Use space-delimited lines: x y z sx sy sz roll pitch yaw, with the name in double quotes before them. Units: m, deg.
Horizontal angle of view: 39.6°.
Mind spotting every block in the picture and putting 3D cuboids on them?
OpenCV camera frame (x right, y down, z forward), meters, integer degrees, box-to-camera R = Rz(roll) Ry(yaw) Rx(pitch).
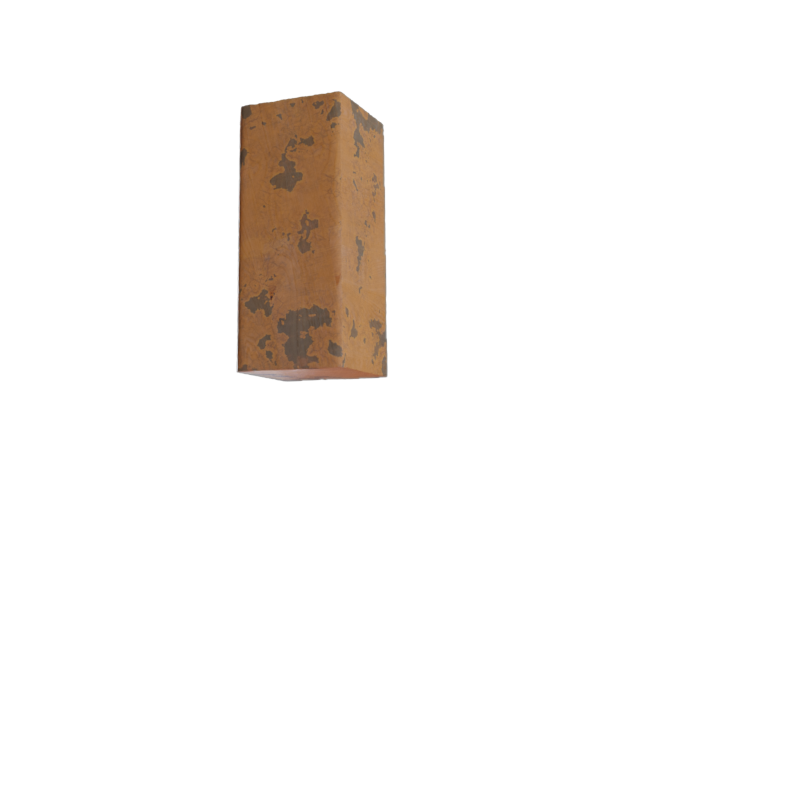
"block" -0.068 -0.123 0.859 0.092 0.212 0.086 -5 -12 22
